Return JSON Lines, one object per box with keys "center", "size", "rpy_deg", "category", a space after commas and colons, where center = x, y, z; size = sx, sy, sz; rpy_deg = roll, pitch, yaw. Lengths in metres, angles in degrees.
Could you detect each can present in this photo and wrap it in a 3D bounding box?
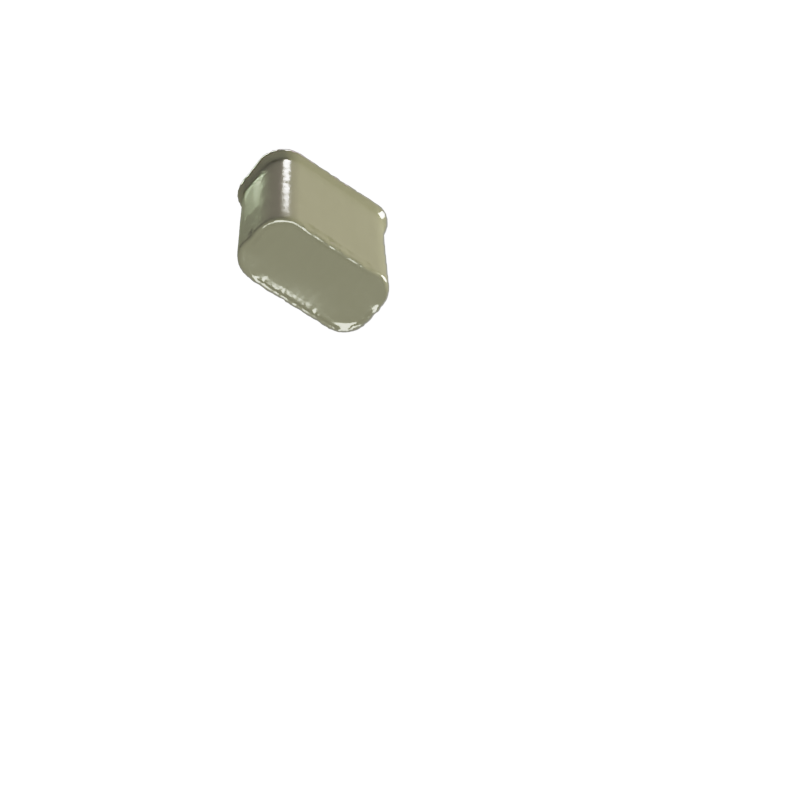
{"center": [-0.056, -0.101, 0.710], "size": [0.097, 0.056, 0.090], "rpy_deg": [31, 30, -22], "category": "can"}
